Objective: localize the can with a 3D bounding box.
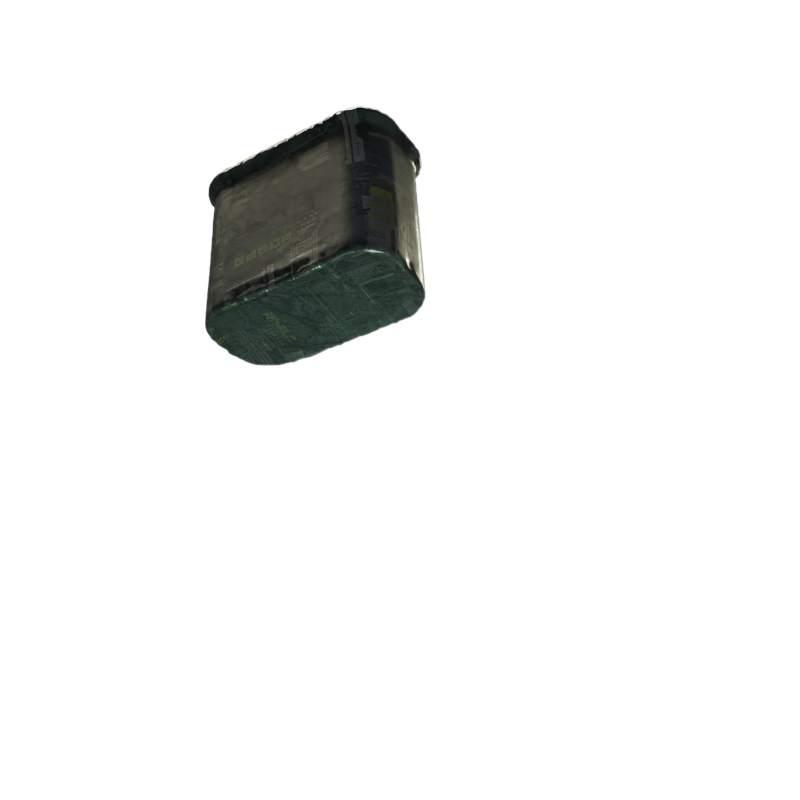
[{"bbox_3d":[-0.039,-0.071,0.500,0.102,0.090,0.053,-22,-42,24],"label":"can"}]
